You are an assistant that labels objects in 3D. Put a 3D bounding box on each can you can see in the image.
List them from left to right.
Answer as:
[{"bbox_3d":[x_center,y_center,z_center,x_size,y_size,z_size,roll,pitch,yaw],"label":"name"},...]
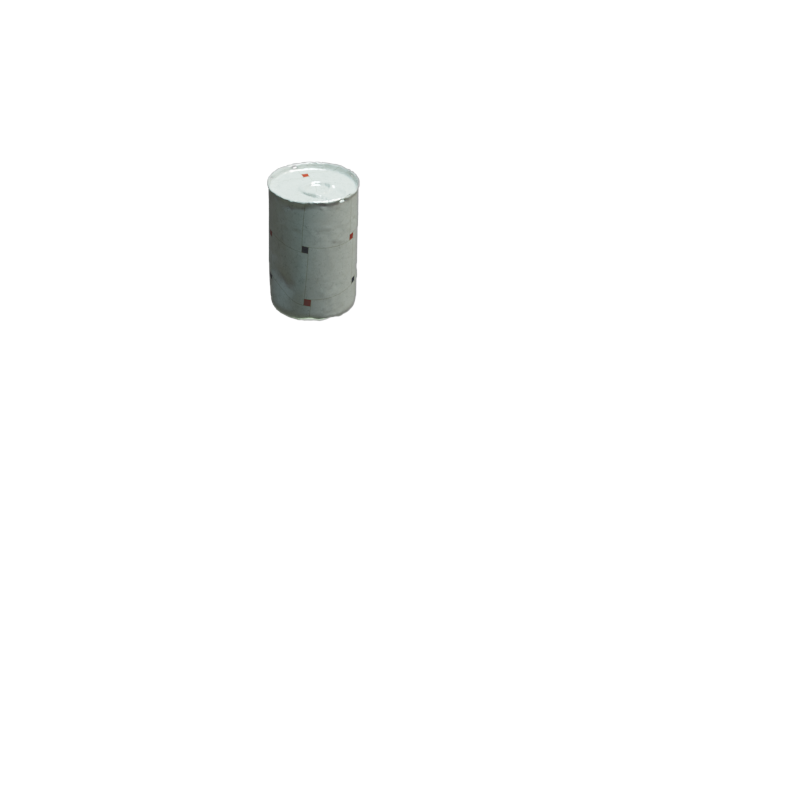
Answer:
[{"bbox_3d":[-0.065,-0.119,0.833,0.068,0.096,0.073,0,32,-3],"label":"can"}]
